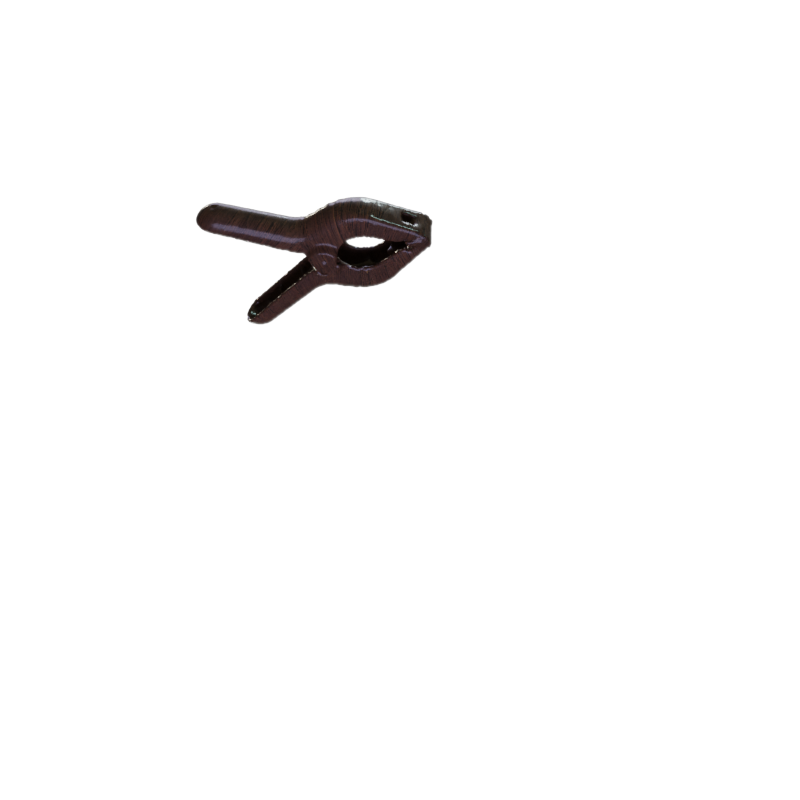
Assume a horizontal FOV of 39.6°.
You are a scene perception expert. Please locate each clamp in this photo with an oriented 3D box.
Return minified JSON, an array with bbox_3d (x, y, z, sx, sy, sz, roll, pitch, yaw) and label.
[{"bbox_3d":[-0.065,-0.118,0.829,0.173,0.042,0.111,-17,-42,20],"label":"clamp"}]
